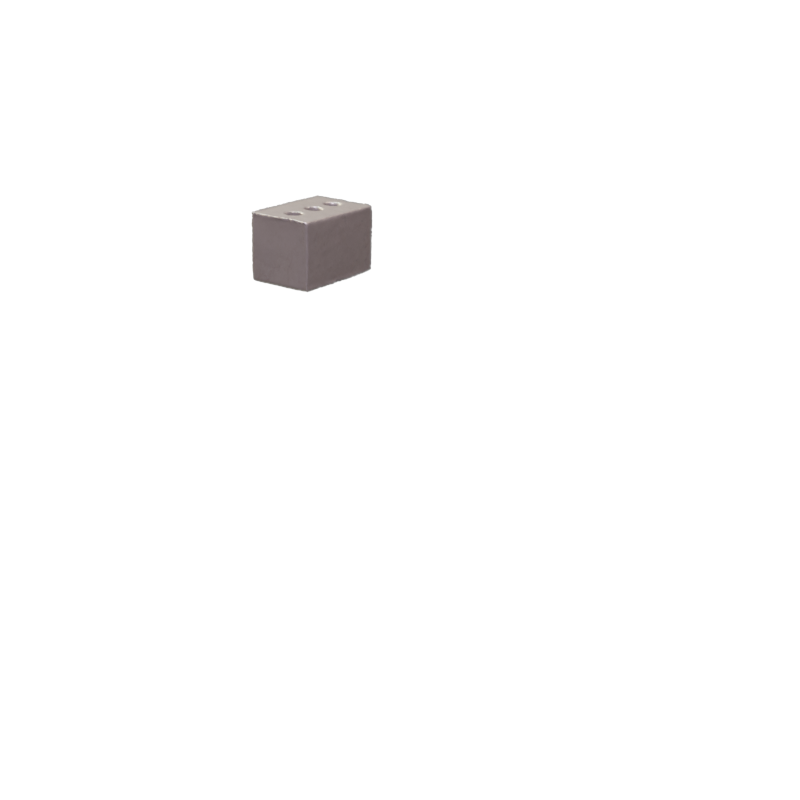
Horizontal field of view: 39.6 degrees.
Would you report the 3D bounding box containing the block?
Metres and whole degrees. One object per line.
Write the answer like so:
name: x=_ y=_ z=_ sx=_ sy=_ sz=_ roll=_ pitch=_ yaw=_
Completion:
block: x=-0.063 y=-0.115 z=0.803 sx=0.055 sy=0.049 sz=0.077 roll=13 pitch=23 yaw=34
